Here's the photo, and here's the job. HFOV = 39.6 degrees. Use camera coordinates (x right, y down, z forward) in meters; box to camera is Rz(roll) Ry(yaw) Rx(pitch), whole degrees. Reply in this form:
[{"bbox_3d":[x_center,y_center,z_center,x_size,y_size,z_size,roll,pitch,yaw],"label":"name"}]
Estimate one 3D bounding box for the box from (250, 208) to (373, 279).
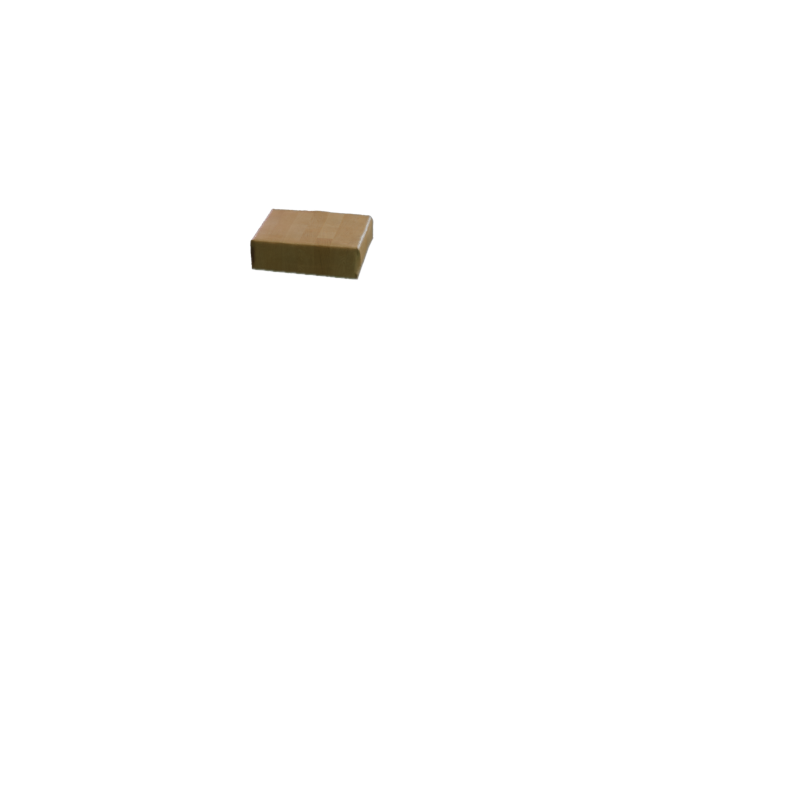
[{"bbox_3d":[-0.071,-0.129,0.904,0.090,0.029,0.076,5,29,8],"label":"box"}]
